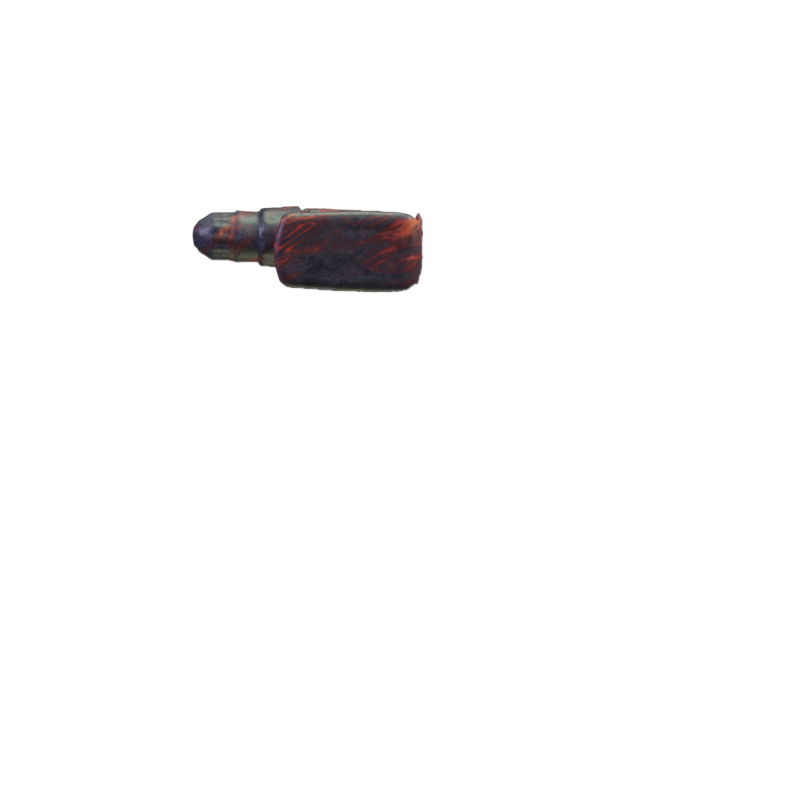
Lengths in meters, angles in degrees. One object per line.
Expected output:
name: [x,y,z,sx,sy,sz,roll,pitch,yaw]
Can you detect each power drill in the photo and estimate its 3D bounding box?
power drill: [-0.067,-0.122,0.853,0.183,0.056,0.194,-2,12,-8]
